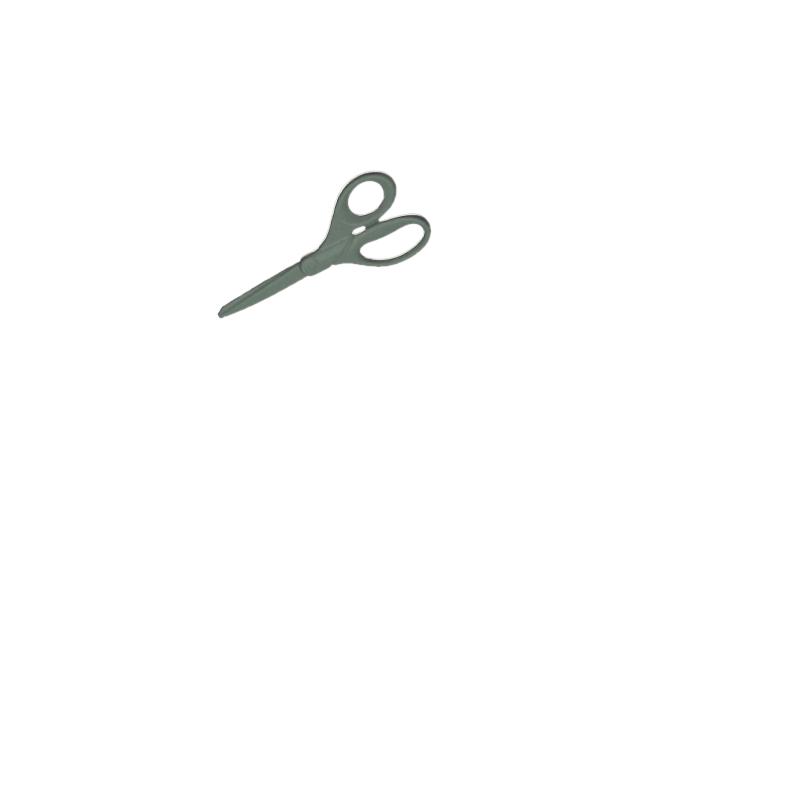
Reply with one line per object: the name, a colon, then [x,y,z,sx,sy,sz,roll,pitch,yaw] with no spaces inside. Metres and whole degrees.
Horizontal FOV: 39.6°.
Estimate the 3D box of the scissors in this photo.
scissors: [-0.075,-0.137,0.960,0.202,0.091,0.017,-14,22,6]
